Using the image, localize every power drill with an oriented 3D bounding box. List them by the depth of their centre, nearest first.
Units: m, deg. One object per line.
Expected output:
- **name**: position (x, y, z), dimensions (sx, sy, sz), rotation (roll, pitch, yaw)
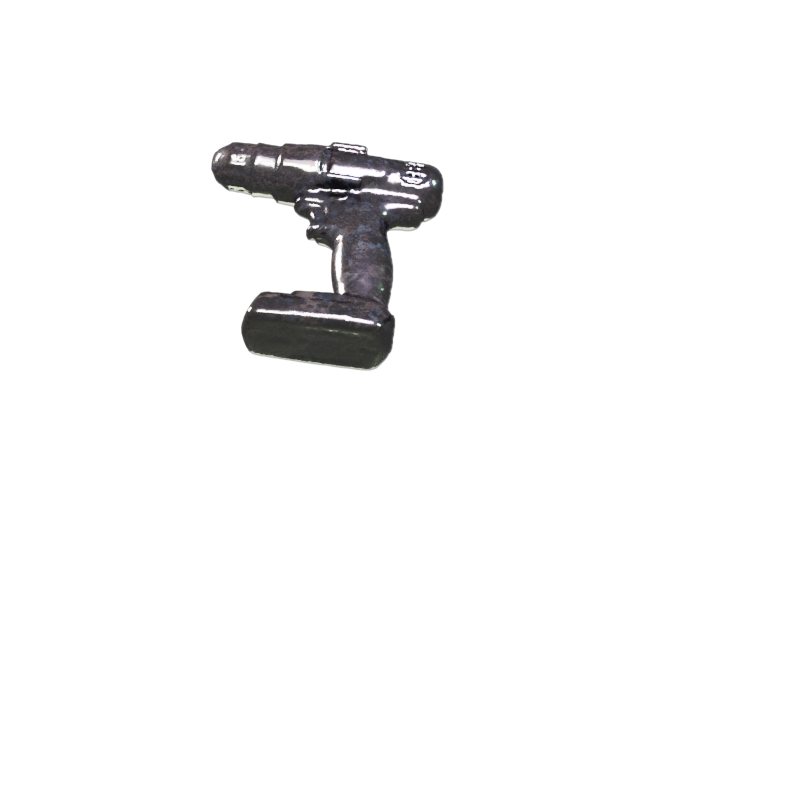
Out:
- **power drill**: position (-0.065, -0.119, 0.830), dimensions (0.186, 0.199, 0.053), rotation (6, -37, 4)
